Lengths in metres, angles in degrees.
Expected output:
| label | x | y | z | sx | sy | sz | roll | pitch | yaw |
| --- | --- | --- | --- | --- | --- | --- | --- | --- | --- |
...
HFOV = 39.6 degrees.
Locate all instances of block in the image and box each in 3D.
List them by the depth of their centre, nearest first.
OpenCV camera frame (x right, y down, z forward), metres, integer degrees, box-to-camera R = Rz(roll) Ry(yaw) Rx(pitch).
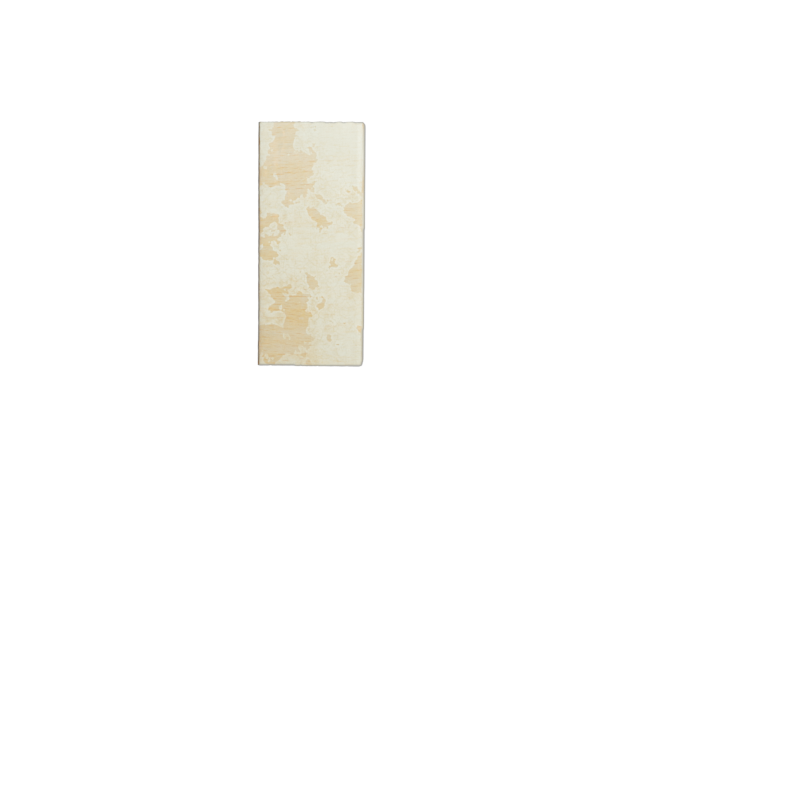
| label | x | y | z | sx | sy | sz | roll | pitch | yaw |
| --- | --- | --- | --- | --- | --- | --- | --- | --- | --- |
| block | -0.076 | -0.139 | 0.974 | 0.091 | 0.204 | 0.091 | 0 | 4 | 1 |
